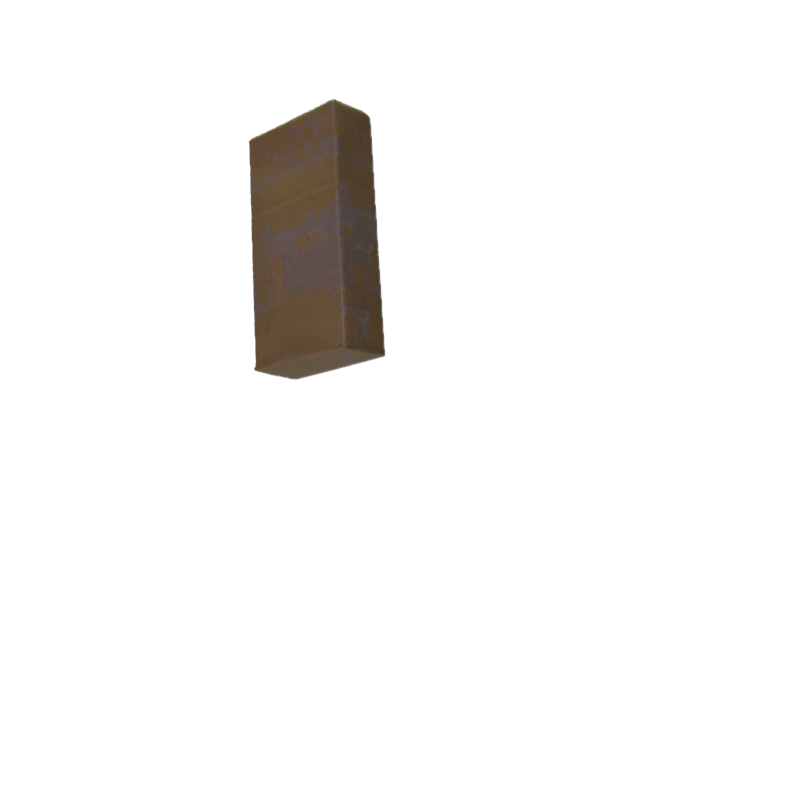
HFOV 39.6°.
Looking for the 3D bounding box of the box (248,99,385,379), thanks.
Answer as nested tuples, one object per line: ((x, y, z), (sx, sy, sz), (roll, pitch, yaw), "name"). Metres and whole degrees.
((-0.060, -0.110, 0.769), (0.095, 0.184, 0.045), (-17, -24, 41), "box")
